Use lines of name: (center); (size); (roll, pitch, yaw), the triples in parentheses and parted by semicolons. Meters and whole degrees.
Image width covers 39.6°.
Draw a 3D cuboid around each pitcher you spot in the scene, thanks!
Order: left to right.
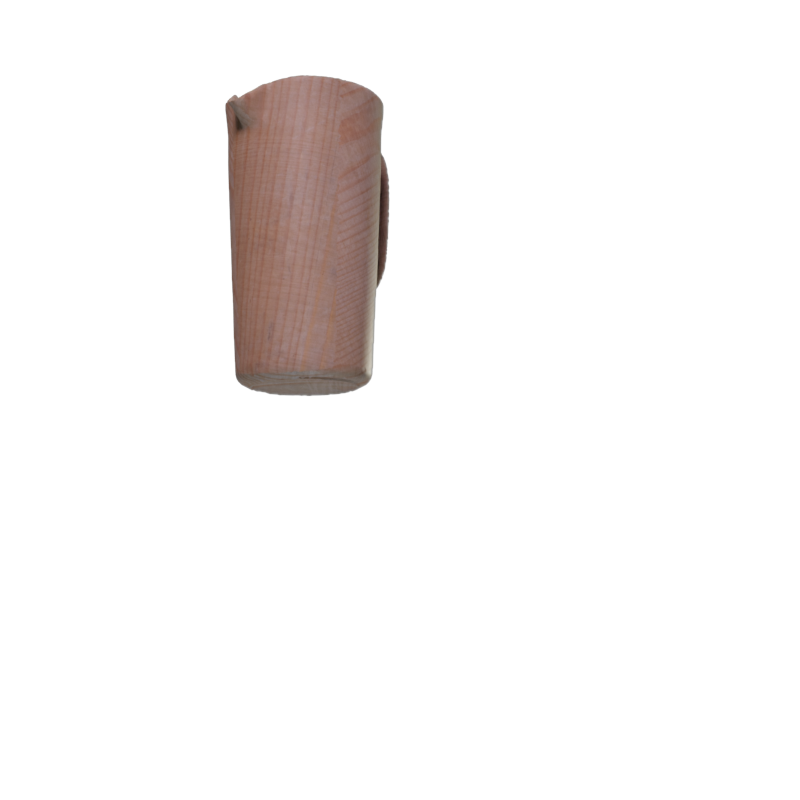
pitcher: (-0.071, -0.130, 0.908); (0.148, 0.252, 0.141); (1, -14, -8)
